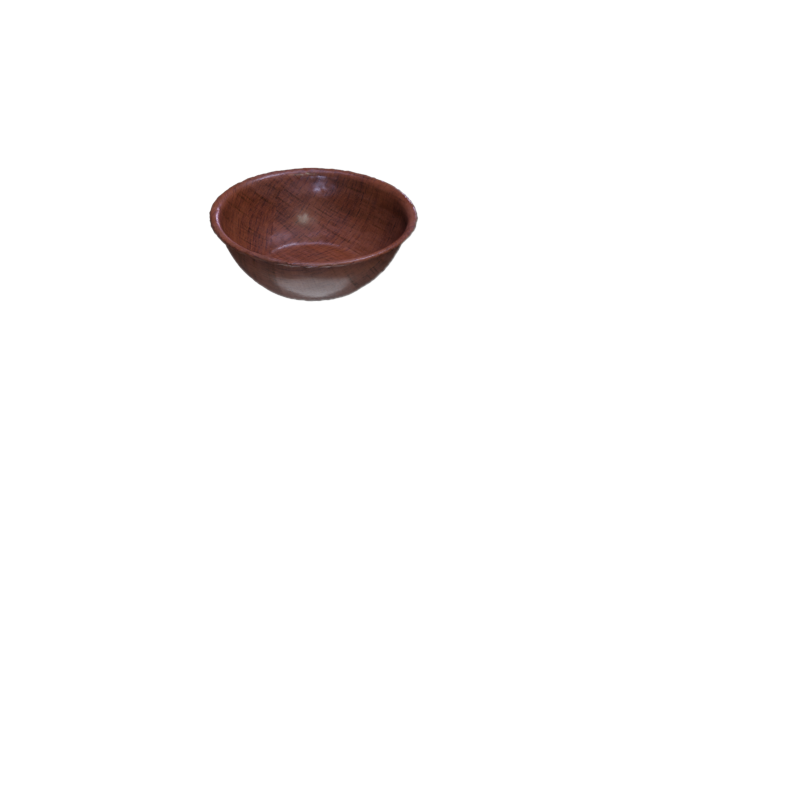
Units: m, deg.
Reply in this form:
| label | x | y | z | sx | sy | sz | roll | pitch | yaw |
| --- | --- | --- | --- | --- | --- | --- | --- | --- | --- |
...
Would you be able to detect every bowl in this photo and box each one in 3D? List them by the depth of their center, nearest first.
| label | x | y | z | sx | sy | sz | roll | pitch | yaw |
| --- | --- | --- | --- | --- | --- | --- | --- | --- | --- |
| bowl | -0.068 | -0.124 | 0.872 | 0.162 | 0.052 | 0.173 | -1 | 34 | -2 |
